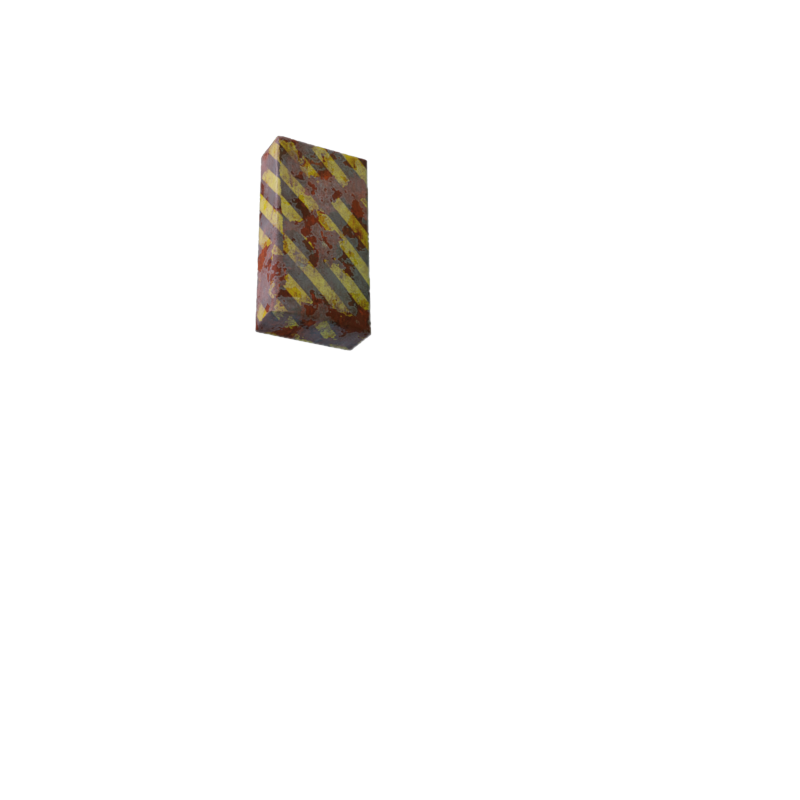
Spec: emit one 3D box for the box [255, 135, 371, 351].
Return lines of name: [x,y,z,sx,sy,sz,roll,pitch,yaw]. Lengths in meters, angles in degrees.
box: [-0.075,-0.138,0.965,0.090,0.188,0.047,12,-32,-24]
